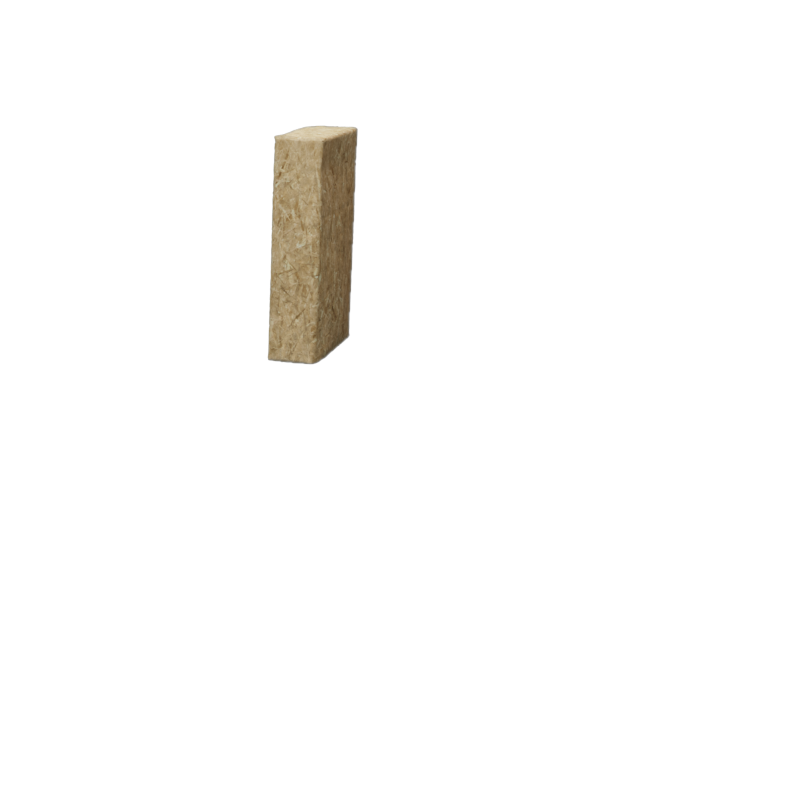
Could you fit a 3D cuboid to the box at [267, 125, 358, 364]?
[{"bbox_3d":[-0.069,-0.125,0.872,0.049,0.171,0.094,4,13,15],"label":"box"}]
